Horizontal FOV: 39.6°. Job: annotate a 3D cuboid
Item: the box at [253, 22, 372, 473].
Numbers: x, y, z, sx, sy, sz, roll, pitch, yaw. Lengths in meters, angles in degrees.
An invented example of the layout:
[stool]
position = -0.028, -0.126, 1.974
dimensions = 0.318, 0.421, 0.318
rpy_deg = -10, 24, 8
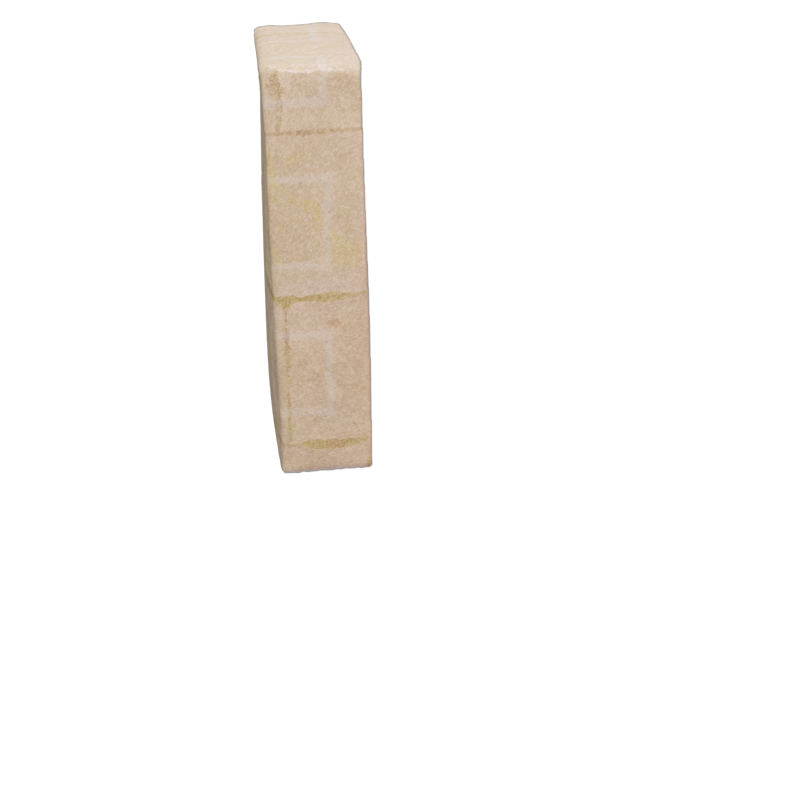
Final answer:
[box]
position = -0.037, -0.069, 0.483
dimensions = 0.048, 0.168, 0.099
rpy_deg = -1, 24, -7
